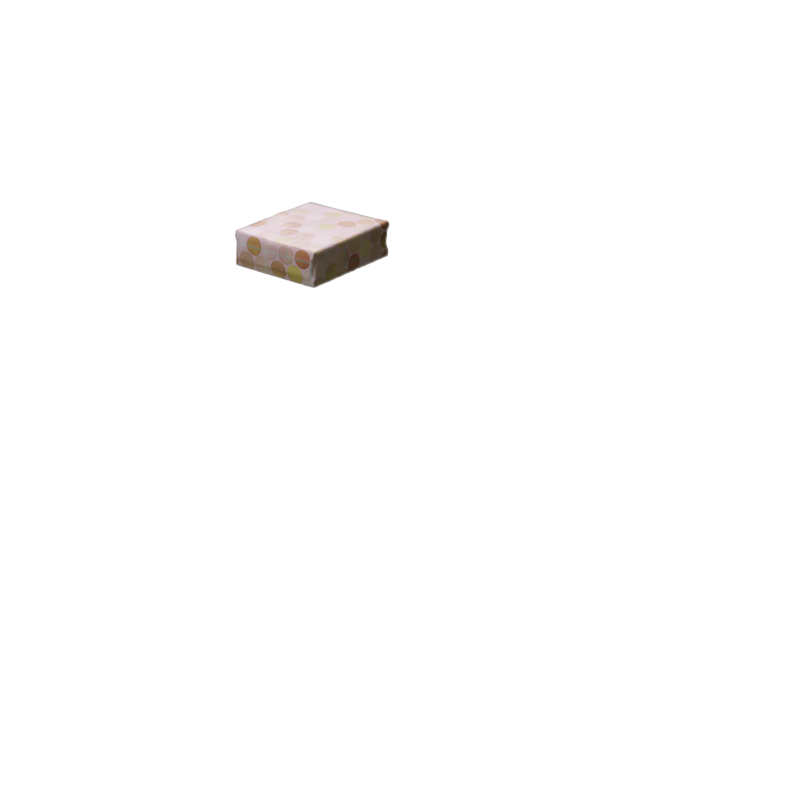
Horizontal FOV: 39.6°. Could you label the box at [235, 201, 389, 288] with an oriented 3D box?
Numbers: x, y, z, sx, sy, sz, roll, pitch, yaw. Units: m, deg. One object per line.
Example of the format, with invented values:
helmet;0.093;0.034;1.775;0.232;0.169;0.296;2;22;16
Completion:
box;-0.062;-0.113;0.792;0.077;0.029;0.089;19;32;33
